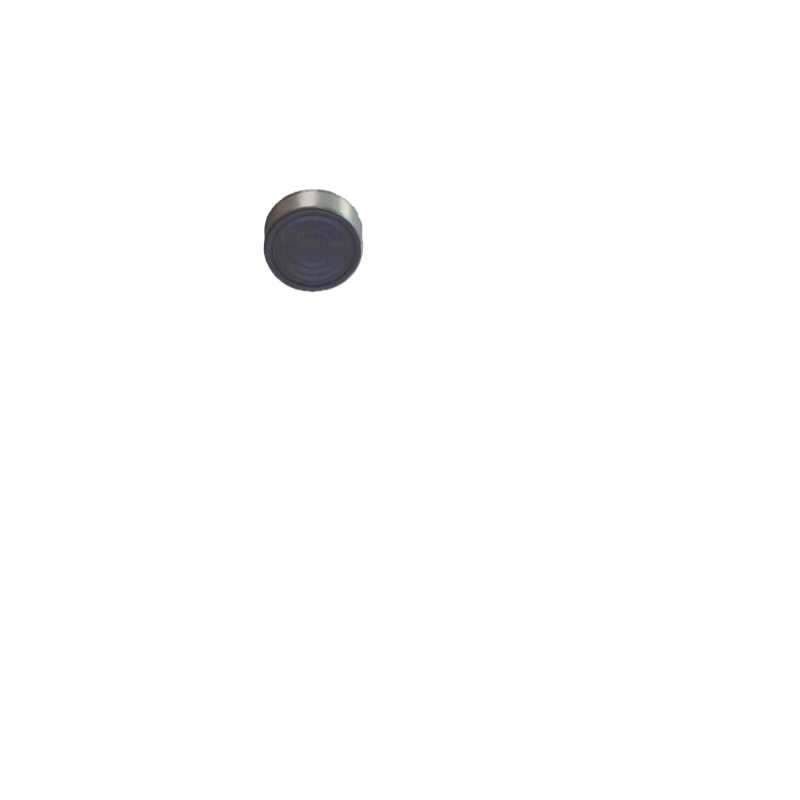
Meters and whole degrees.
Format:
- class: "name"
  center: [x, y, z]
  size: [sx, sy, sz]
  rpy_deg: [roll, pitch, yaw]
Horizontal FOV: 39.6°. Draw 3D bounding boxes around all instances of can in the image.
- class: "can"
  center: [-0.074, -0.135, 0.949]
  size: [0.086, 0.081, 0.036]
  rpy_deg: [1, 34, -1]
